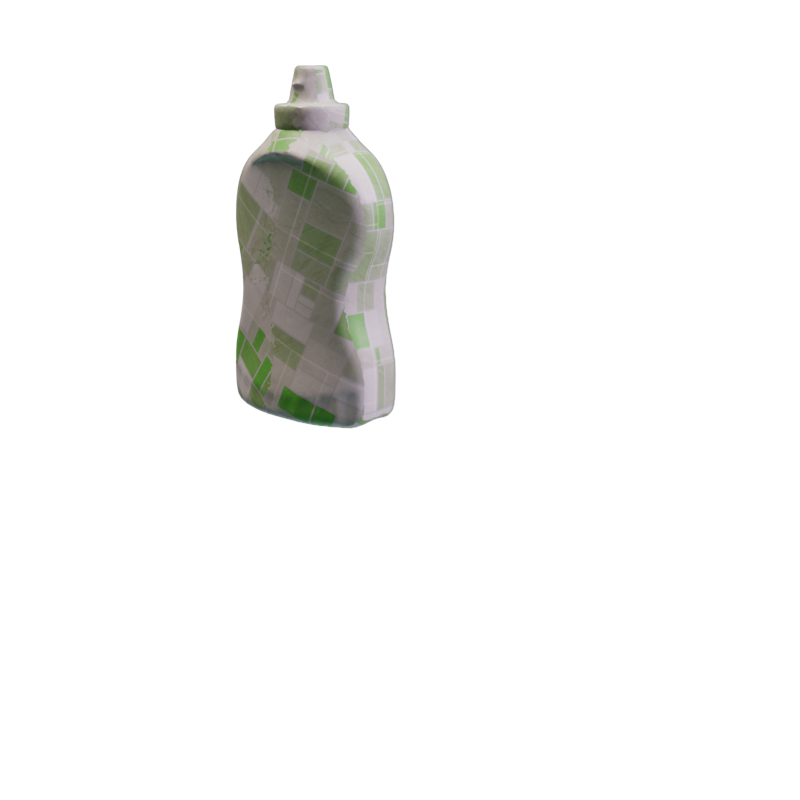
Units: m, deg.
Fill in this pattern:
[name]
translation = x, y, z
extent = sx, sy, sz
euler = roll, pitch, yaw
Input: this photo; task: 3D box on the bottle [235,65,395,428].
[bottle]
translation = -0.048, -0.087, 0.610
extent = 0.101, 0.187, 0.057
euler = 9, 13, 40
